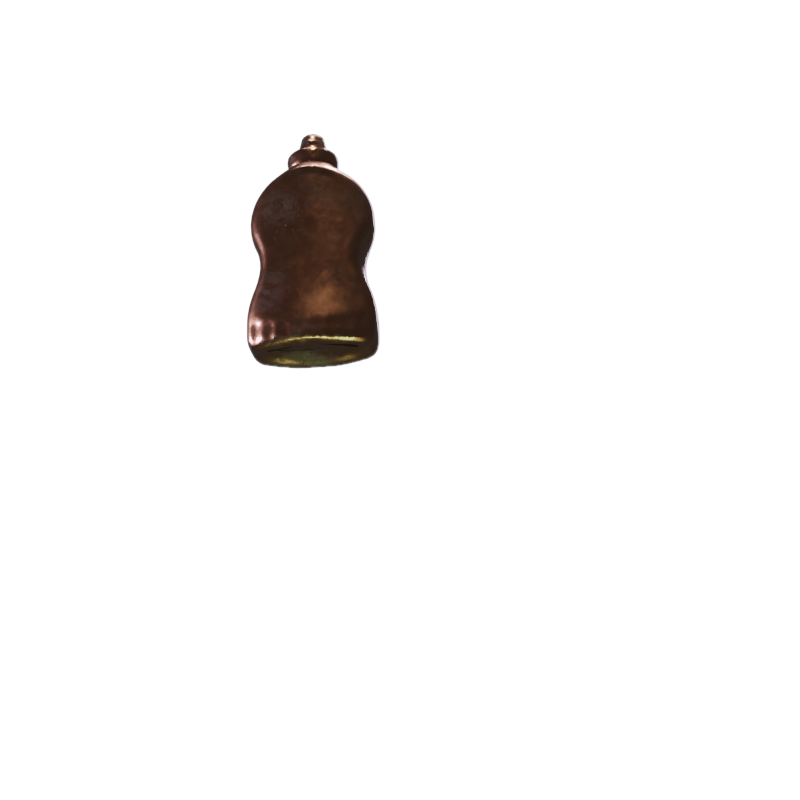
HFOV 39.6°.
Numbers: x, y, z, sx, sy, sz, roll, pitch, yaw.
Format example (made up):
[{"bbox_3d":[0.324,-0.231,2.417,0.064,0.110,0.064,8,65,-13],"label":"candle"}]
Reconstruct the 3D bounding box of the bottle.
[{"bbox_3d":[-0.067,-0.123,0.857,0.097,0.204,0.054,-6,-28,8],"label":"bottle"}]
